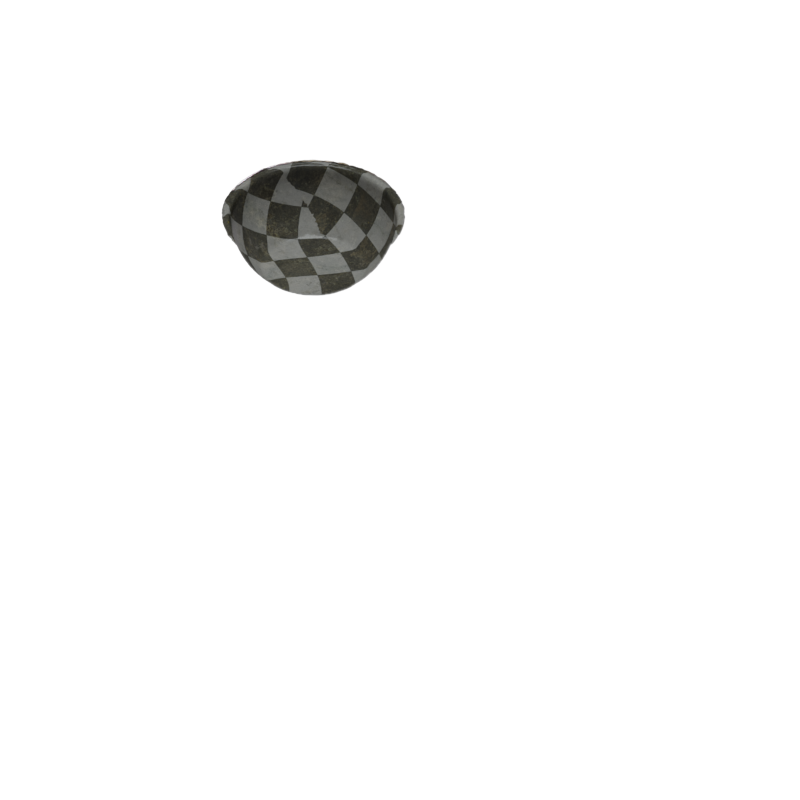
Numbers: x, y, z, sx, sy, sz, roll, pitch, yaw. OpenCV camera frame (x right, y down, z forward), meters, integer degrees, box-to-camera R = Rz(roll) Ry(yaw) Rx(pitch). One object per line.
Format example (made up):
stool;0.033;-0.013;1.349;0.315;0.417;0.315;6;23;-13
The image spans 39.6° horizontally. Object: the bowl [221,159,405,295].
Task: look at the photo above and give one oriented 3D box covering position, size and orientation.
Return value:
bowl;-0.076;-0.138;0.965;0.162;0.059;0.152;1;-30;-2
